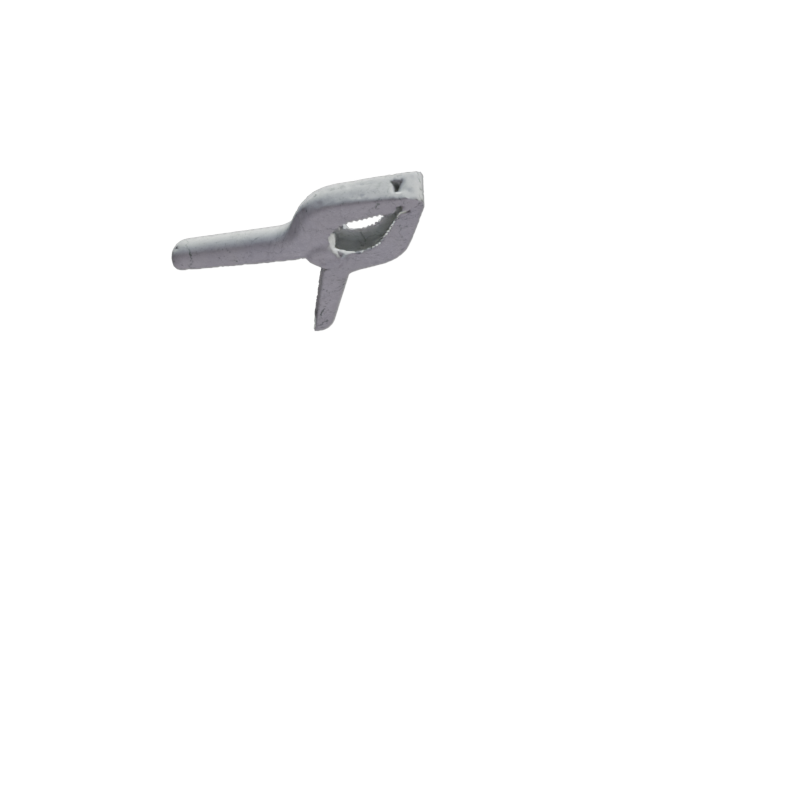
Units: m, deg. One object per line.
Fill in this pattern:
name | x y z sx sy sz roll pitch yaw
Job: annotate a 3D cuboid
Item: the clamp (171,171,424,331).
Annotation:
clamp | -0.068 -0.124 0.866 0.156 0.039 0.208 19 -33 -32
